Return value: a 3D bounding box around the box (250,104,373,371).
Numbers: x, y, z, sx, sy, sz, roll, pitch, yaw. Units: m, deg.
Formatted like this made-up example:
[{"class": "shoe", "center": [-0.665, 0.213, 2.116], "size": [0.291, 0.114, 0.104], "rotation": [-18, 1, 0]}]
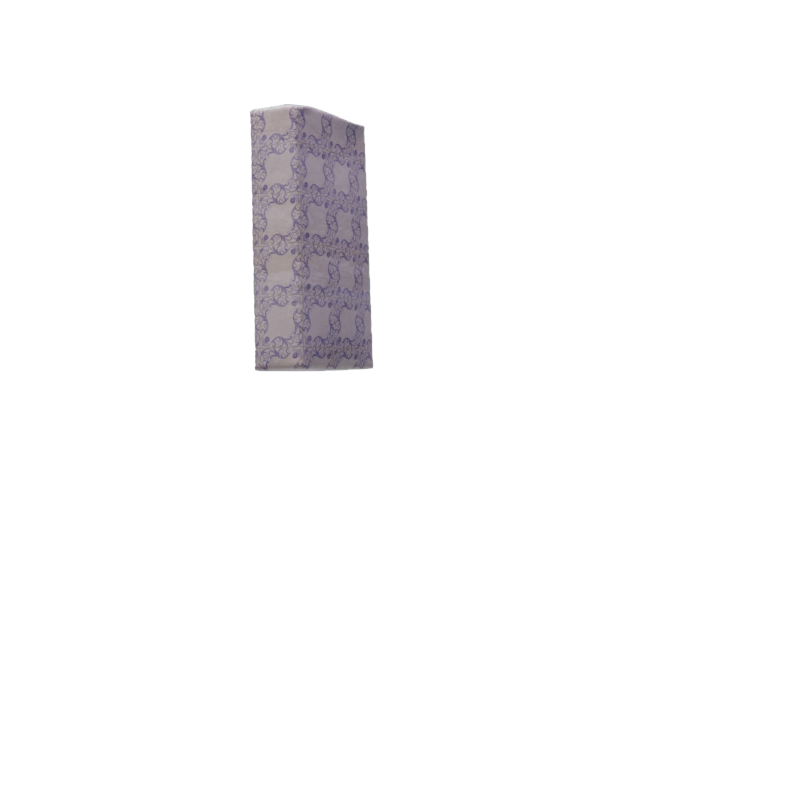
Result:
[{"class": "box", "center": [-0.060, -0.109, 0.763], "size": [0.049, 0.178, 0.089], "rotation": [-3, -5, 30]}]
